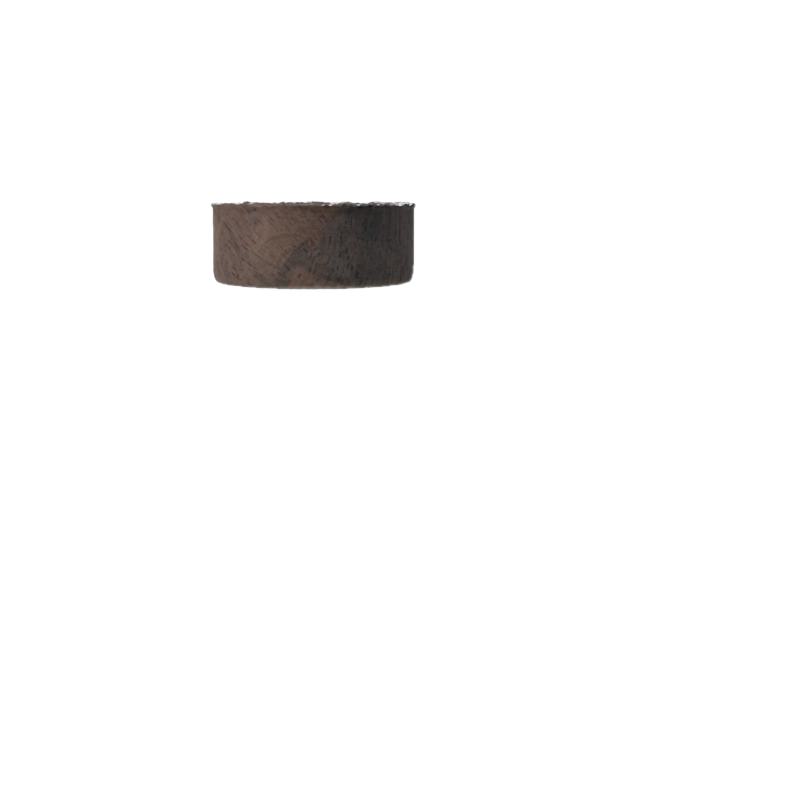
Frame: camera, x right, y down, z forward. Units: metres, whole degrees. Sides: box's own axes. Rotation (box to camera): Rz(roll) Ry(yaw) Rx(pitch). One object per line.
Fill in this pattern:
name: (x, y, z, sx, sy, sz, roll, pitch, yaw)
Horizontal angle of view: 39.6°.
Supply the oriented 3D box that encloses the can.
can: (-0.036, -0.067, 0.466, 0.086, 0.033, 0.087, 0, 10, -2)
